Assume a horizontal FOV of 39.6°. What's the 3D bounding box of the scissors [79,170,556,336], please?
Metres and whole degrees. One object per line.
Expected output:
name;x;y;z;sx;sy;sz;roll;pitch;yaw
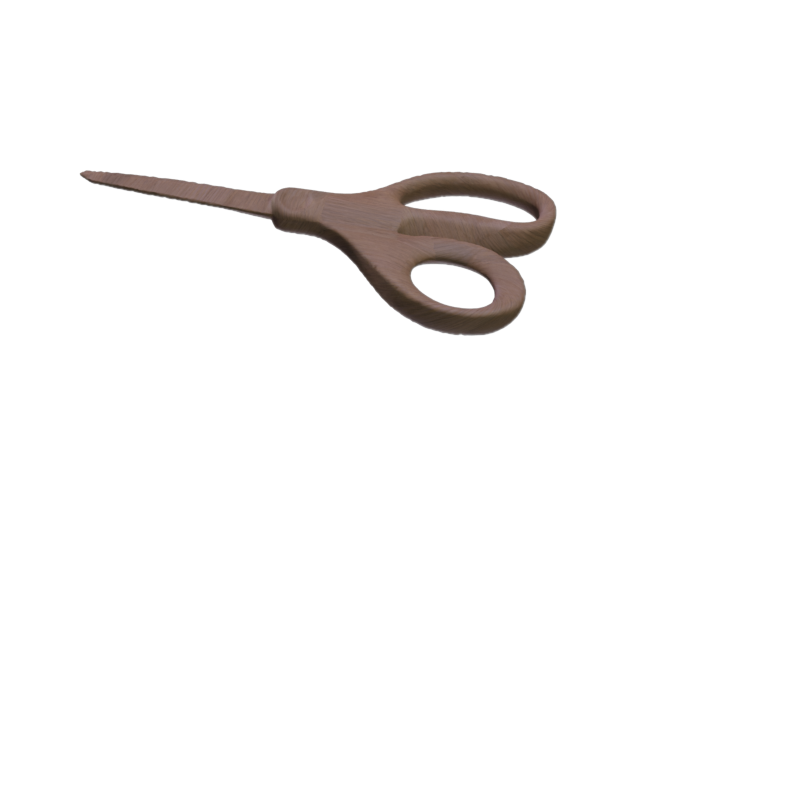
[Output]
scissors;-0.035;-0.064;0.451;0.201;0.103;0.015;-1;-44;-1
